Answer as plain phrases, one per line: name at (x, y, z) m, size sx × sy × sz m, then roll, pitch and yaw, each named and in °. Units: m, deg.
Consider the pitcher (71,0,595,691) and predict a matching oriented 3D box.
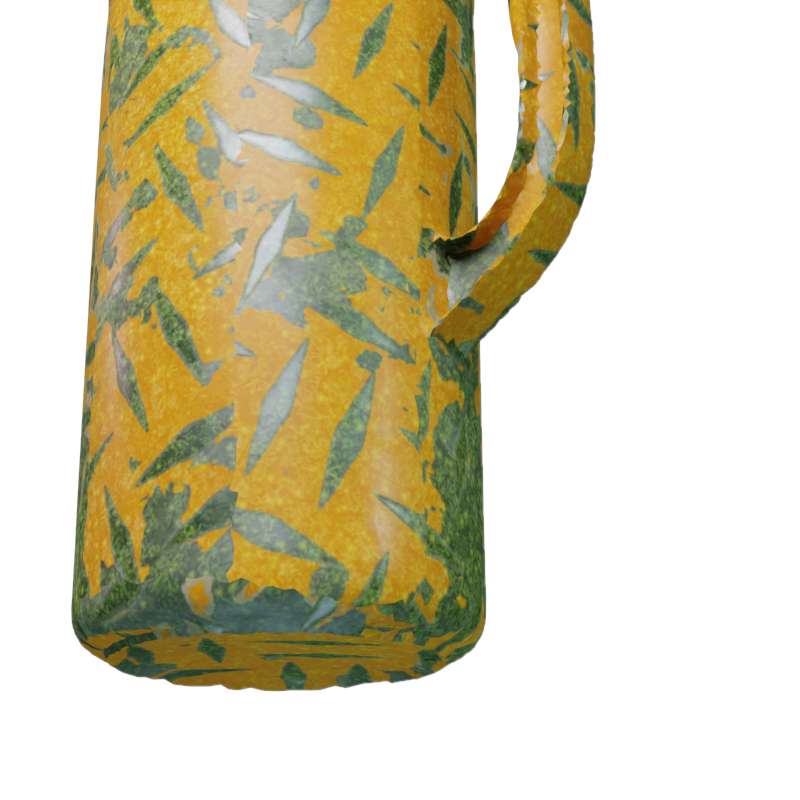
pitcher at (-0.027, -0.048, 0.339) m, size 0.143 × 0.258 × 0.142 m, roll 3°, pitch -27°, yaw -10°
